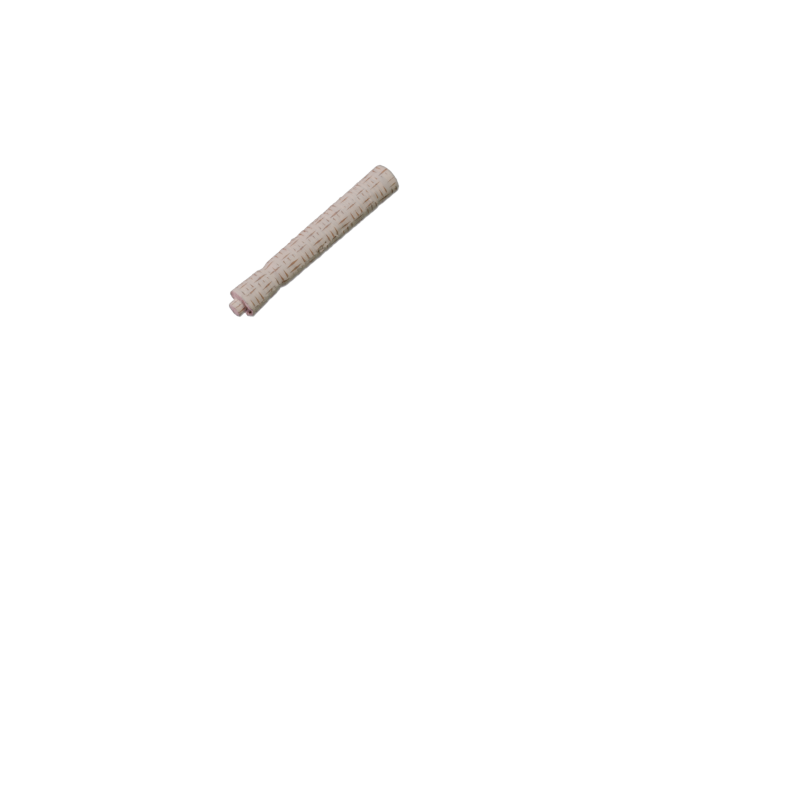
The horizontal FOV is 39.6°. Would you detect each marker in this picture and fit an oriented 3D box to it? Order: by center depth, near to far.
[{"bbox_3d":[-0.049,-0.089,0.620,0.122,0.019,0.020,-44,21,-19],"label":"marker"}]
